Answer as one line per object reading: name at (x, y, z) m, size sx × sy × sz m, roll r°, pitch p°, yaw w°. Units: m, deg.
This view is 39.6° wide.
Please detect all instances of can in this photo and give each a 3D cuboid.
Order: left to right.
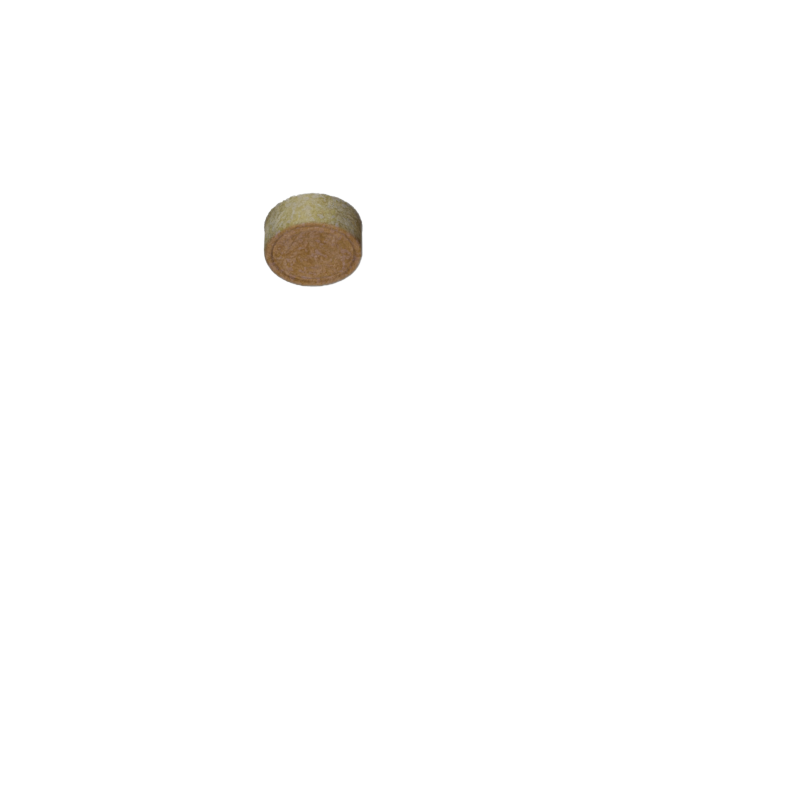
can at (-0.074, -0.136, 0.950) m, size 0.086 × 0.036 × 0.080 m, roll 1°, pitch -38°, yaw -2°
